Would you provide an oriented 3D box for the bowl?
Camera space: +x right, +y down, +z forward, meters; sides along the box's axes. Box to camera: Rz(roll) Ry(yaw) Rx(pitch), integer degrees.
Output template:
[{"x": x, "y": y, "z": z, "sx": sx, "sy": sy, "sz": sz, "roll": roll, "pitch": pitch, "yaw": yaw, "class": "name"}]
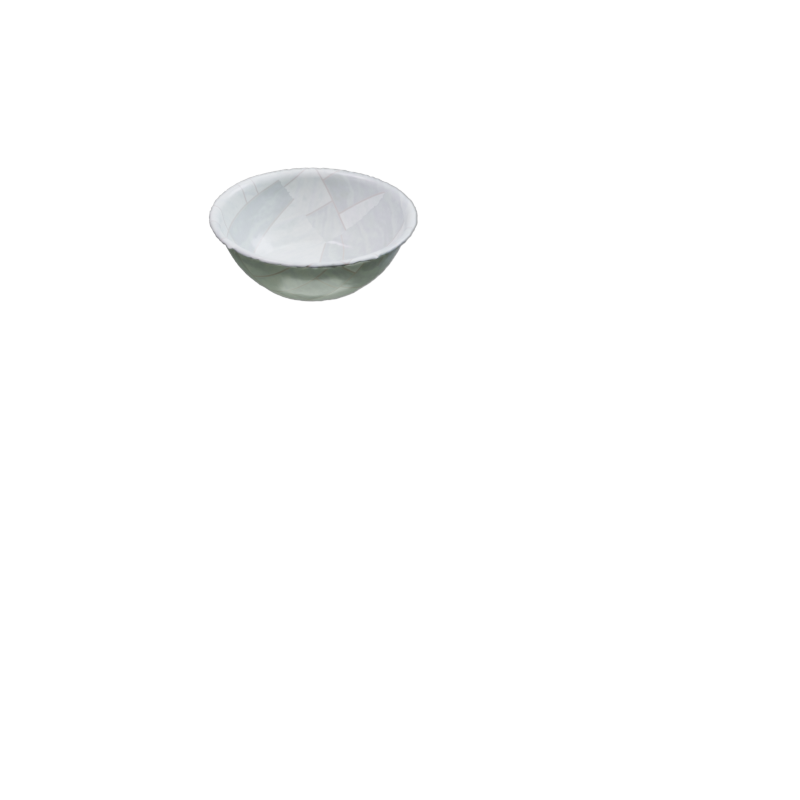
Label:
[{"x": -0.068, "y": -0.125, "z": 0.872, "sx": 0.162, "sy": 0.052, "sz": 0.173, "roll": -1, "pitch": 36, "yaw": -2, "class": "bowl"}]
